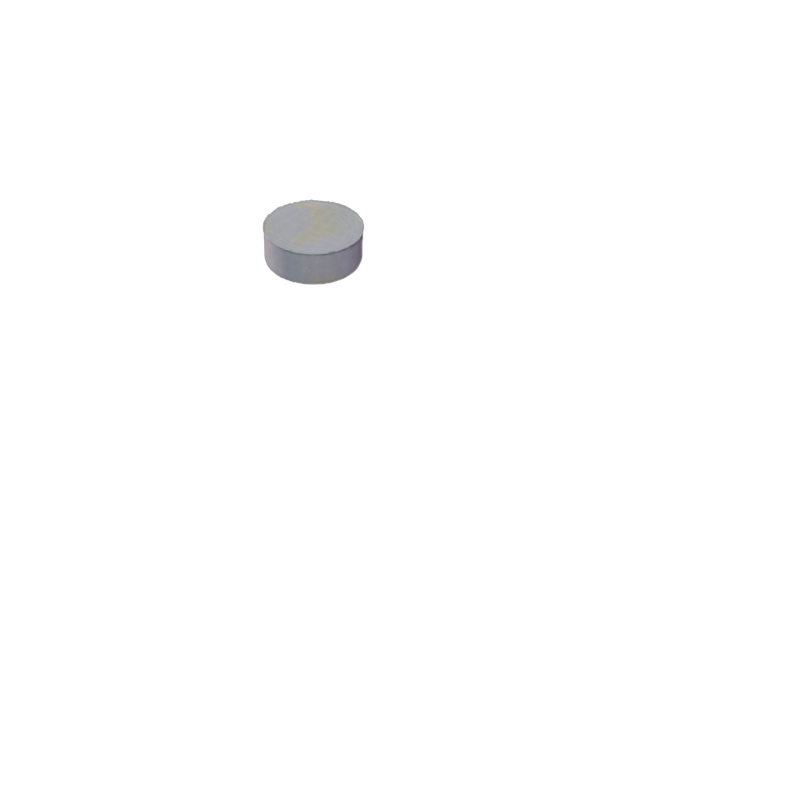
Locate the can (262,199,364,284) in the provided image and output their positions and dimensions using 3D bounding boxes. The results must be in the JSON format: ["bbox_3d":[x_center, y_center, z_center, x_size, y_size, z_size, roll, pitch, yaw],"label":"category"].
[{"bbox_3d":[-0.074,-0.135,0.943,0.086,0.031,0.092,-1,38,-2],"label":"can"}]
